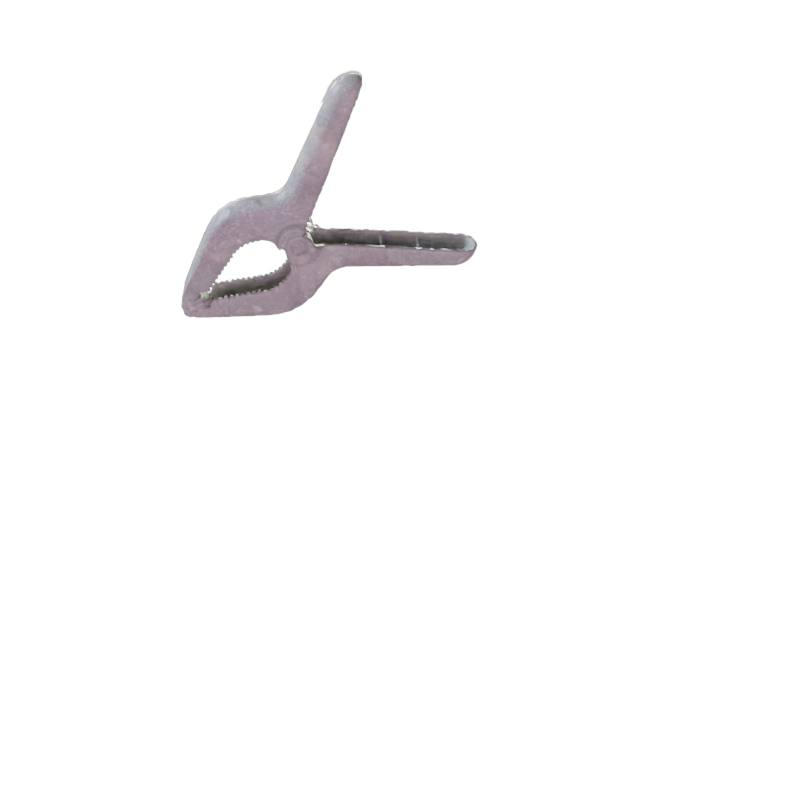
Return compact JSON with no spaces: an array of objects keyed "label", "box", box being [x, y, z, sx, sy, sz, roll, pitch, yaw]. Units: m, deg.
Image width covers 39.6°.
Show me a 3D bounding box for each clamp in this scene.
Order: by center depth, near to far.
[{"label":"clamp","box":[-0.062,-0.112,0.787,0.209,0.156,0.039,-35,25,19]}]
